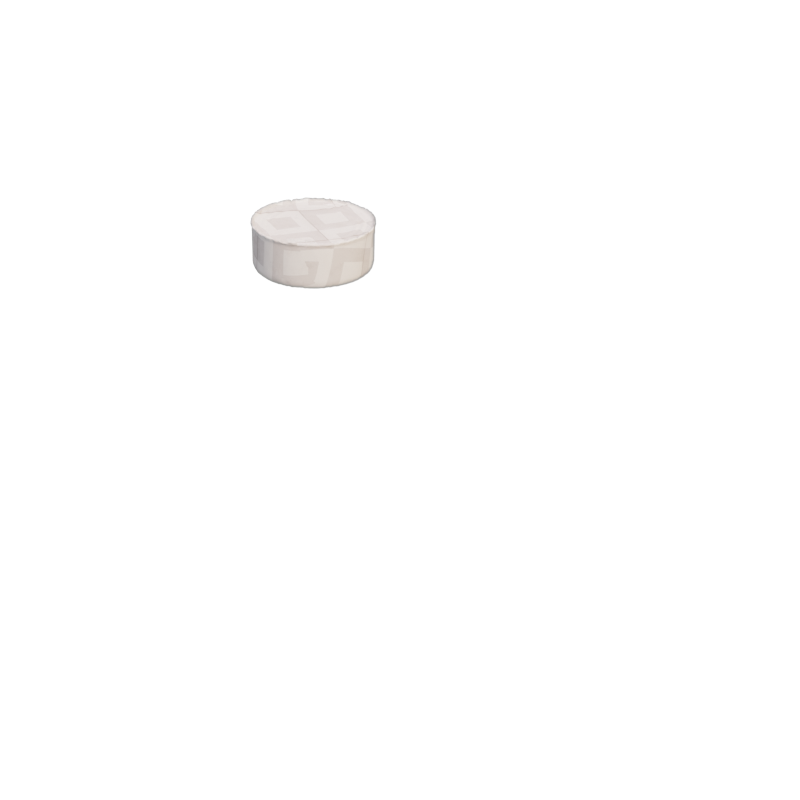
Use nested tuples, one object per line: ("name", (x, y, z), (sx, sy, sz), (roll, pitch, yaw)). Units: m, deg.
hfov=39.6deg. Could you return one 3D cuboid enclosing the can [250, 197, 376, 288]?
("can", (-0.060, -0.109, 0.763), (0.086, 0.032, 0.091), (-1, 29, -2))
